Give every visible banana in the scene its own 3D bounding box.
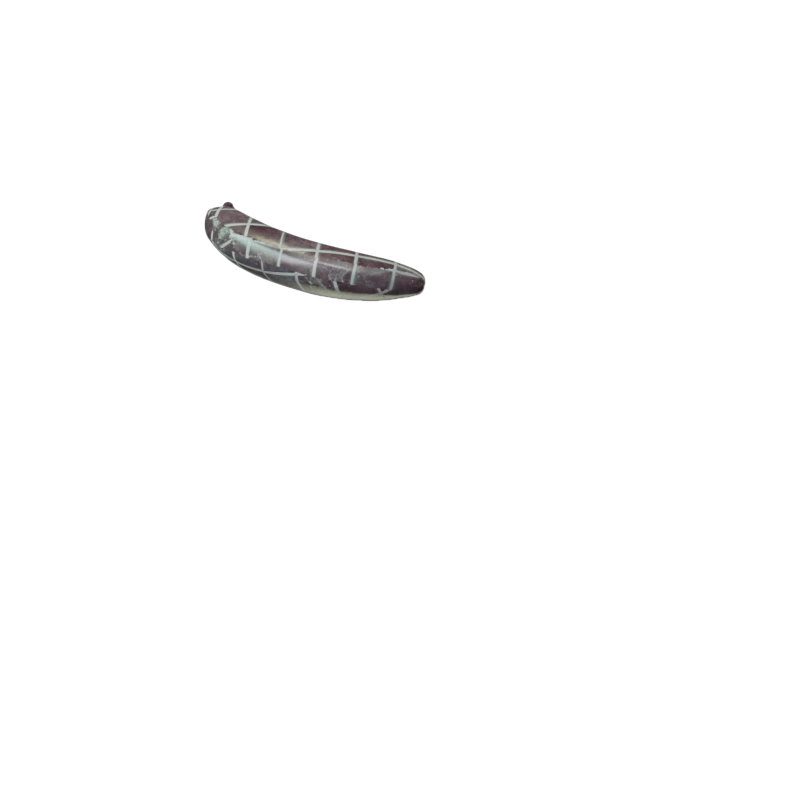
[{"bbox_3d":[-0.079,-0.110,0.816,0.209,0.034,0.070,26,43,30],"label":"banana"}]
